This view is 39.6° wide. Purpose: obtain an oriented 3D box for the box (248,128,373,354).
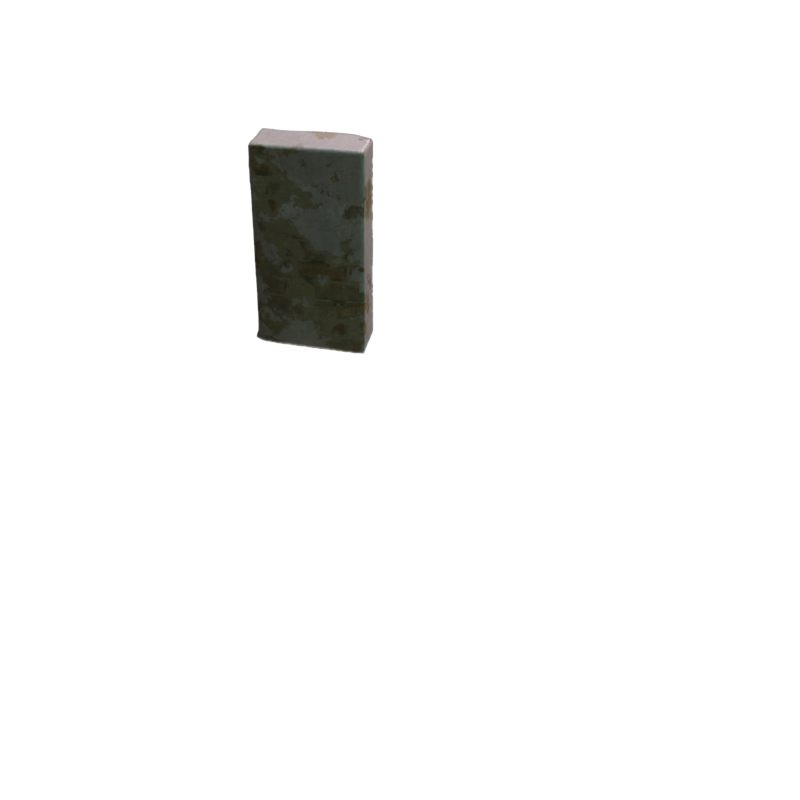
[{"bbox_3d":[-0.069,-0.127,0.885,0.095,0.167,0.050,8,26,12],"label":"box"}]
